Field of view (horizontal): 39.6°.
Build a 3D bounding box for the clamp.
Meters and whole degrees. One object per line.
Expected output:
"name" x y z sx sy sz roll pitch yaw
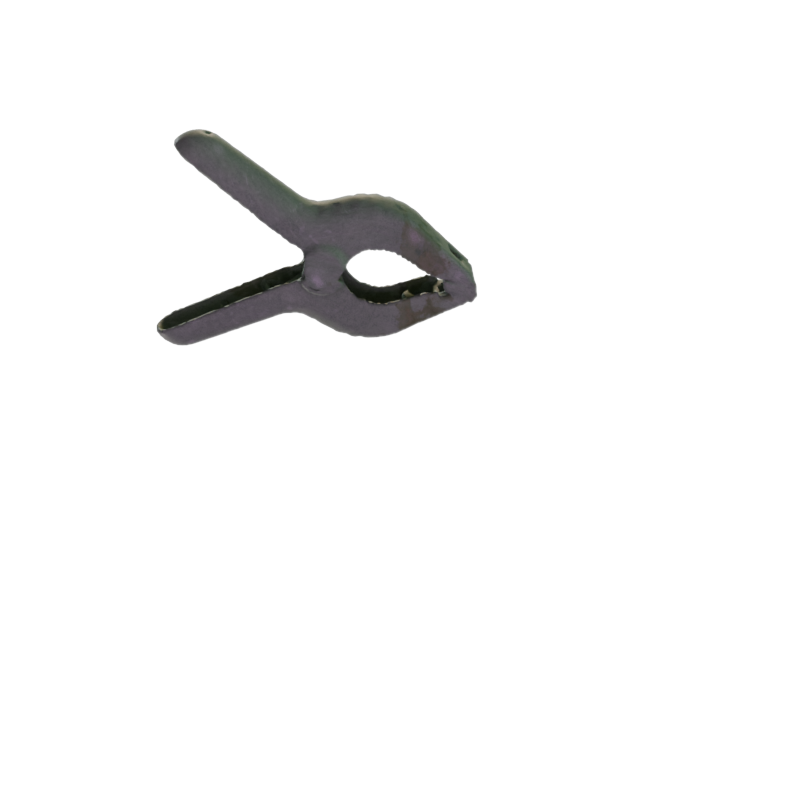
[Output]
"clamp" -0.045 -0.083 0.579 0.171 0.113 0.042 0 32 0
